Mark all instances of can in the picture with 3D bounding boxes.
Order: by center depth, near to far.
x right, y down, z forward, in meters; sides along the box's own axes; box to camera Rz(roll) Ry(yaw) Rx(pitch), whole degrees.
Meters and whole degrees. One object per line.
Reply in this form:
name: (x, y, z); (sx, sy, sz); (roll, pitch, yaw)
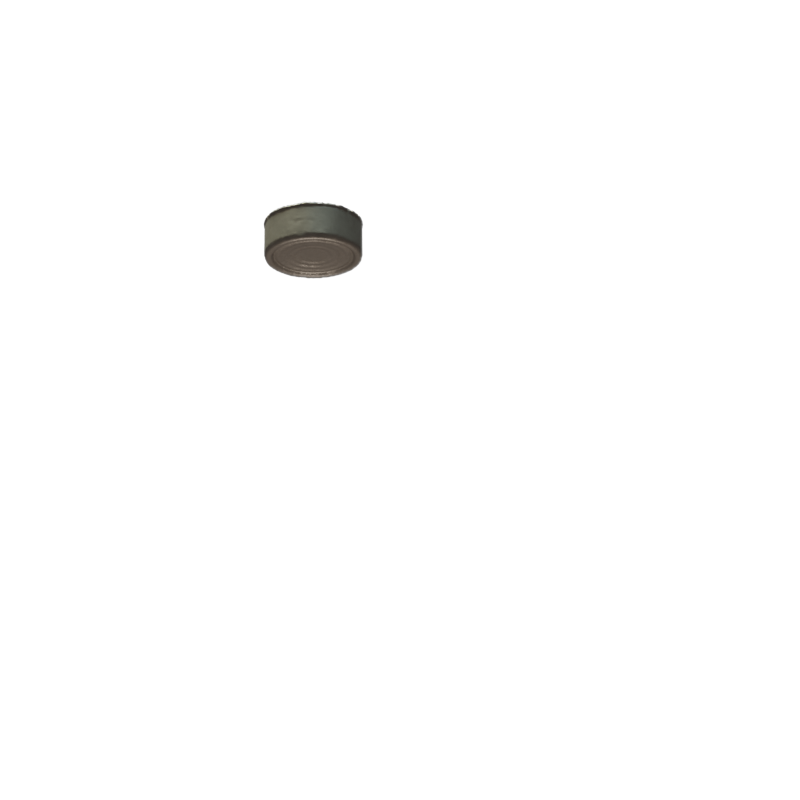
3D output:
can: (-0.075, -0.136, 0.953); (0.086, 0.035, 0.082); (0, -20, -2)
